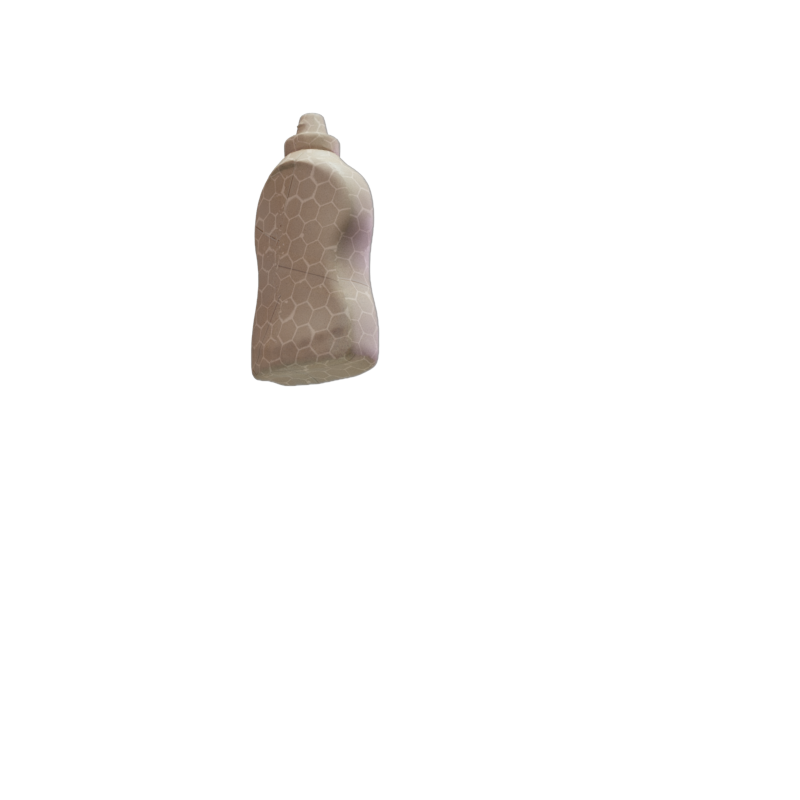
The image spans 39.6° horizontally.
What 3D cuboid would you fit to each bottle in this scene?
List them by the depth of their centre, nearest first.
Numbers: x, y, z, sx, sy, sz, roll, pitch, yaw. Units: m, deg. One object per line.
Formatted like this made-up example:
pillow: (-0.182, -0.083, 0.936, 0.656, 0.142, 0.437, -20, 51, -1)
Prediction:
bottle: (-0.061, -0.111, 0.778, 0.098, 0.200, 0.055, -16, -23, 41)
